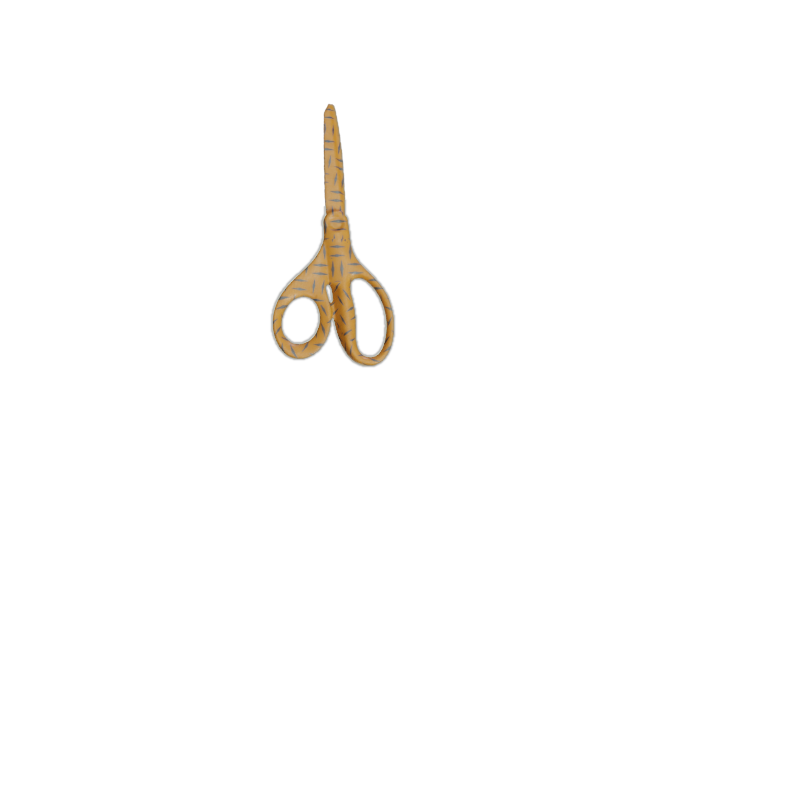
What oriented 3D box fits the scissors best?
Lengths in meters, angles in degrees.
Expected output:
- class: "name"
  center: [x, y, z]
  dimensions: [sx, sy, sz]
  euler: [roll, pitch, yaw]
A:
- class: "scissors"
  center: [-0.064, -0.116, 0.813]
  dimensions: [0.096, 0.210, 0.015]
  euler: [-17, -16, -5]
